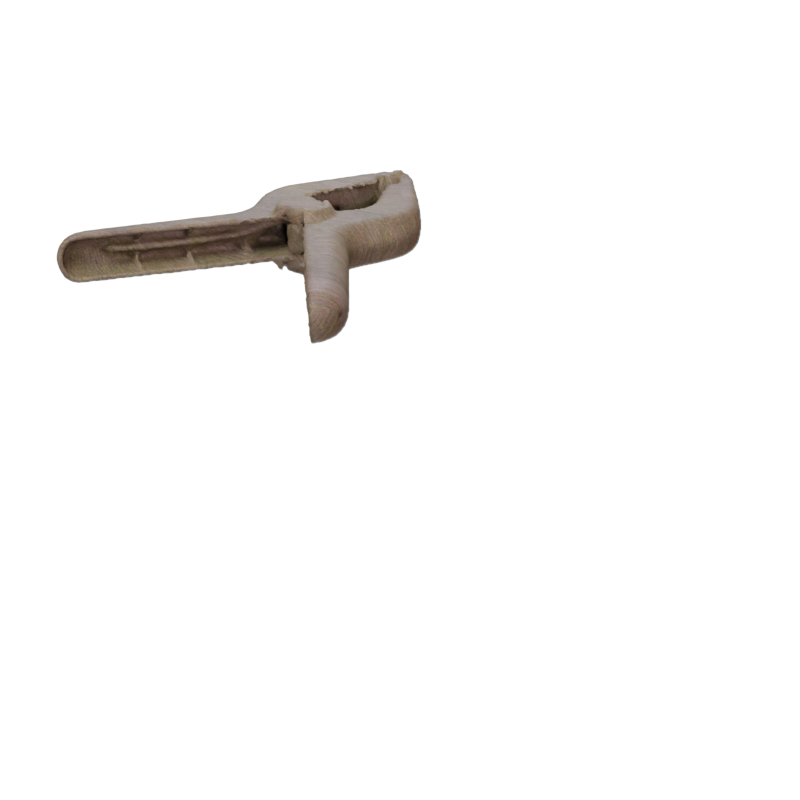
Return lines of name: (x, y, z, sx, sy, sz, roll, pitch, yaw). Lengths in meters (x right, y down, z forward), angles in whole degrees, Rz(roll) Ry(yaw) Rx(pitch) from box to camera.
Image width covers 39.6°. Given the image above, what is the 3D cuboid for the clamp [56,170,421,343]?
clamp: (-0.045, -0.081, 0.570, 0.174, 0.035, 0.208, 19, 31, 36)
